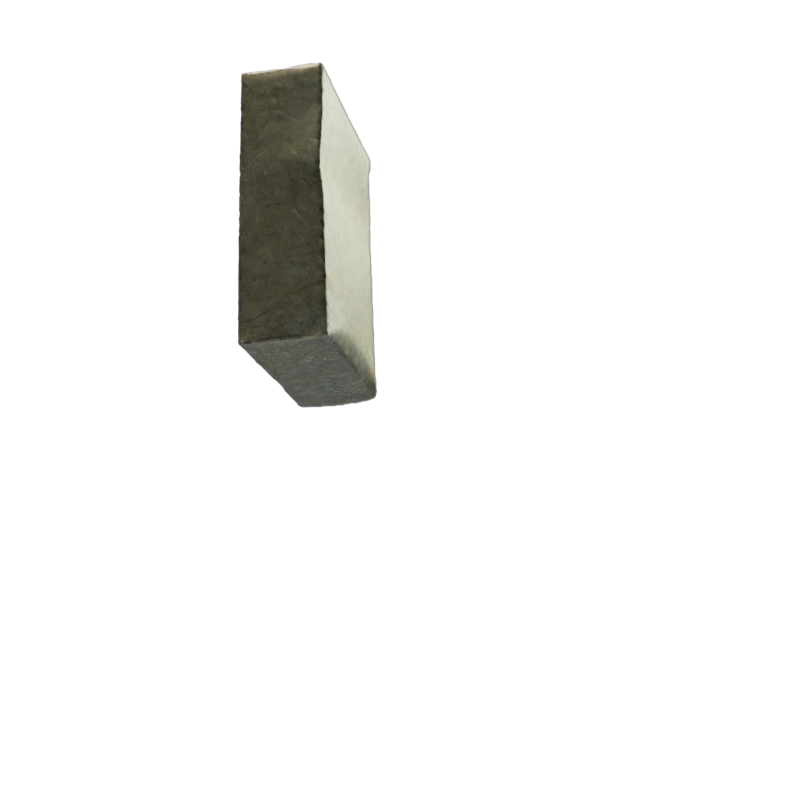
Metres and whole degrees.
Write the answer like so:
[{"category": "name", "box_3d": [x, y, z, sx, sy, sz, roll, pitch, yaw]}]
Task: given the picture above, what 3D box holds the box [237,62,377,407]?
[{"category": "box", "box_3d": [-0.065, -0.119, 0.835, 0.073, 0.225, 0.154, -6, -22, 11]}]
